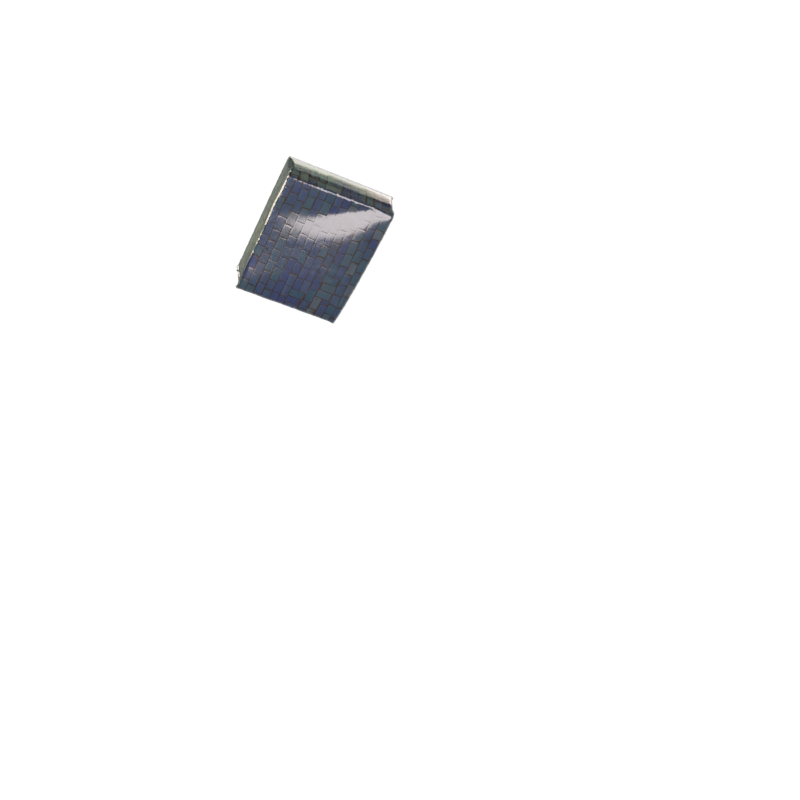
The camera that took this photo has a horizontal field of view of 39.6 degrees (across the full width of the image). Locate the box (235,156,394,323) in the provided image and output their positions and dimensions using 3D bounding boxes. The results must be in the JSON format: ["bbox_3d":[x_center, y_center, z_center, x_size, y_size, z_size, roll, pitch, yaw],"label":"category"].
[{"bbox_3d":[-0.068,-0.124,0.871,0.088,0.110,0.041,22,27,-13],"label":"box"}]
